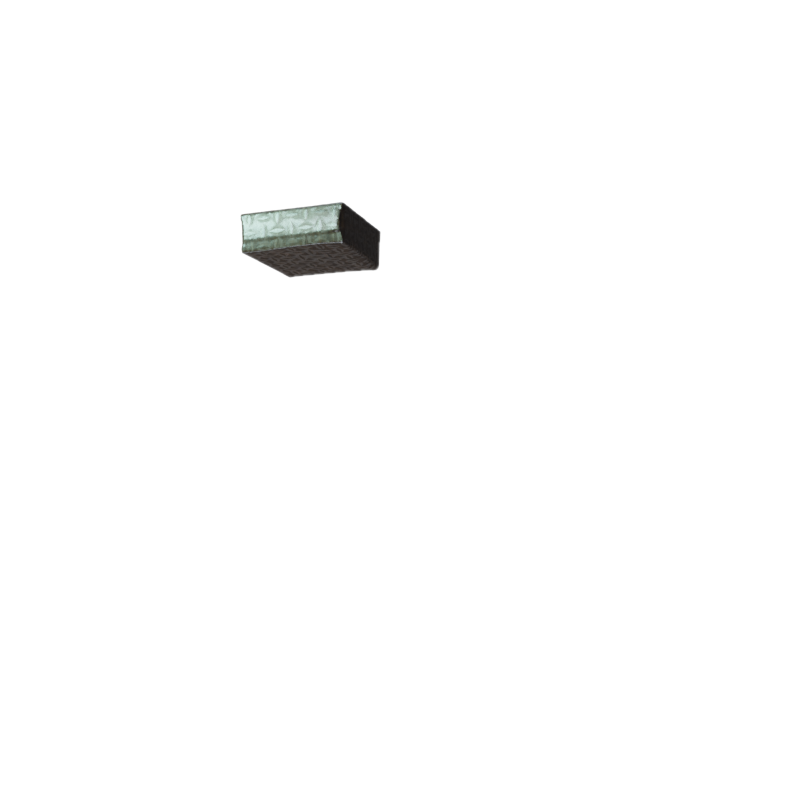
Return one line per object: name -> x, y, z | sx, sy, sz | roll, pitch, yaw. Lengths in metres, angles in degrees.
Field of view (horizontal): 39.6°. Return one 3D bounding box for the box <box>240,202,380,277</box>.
box -> -0.074, -0.135, 0.945 | 0.092, 0.040, 0.108 | -3, -8, 17
